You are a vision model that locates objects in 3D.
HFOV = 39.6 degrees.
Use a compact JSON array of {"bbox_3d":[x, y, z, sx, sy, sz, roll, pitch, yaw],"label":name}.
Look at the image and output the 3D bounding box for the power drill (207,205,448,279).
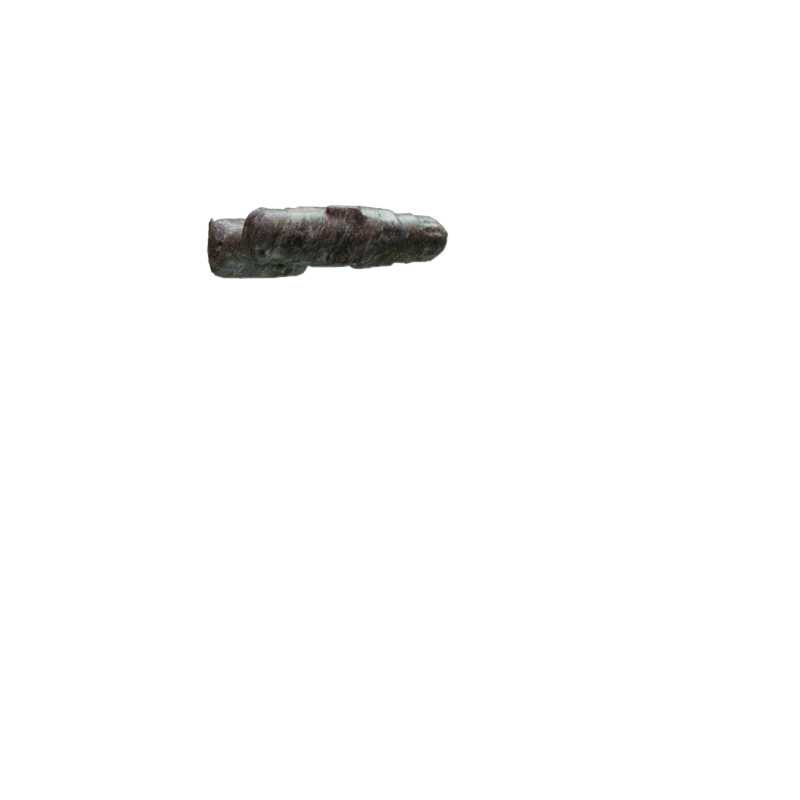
[{"bbox_3d":[-0.077,-0.140,0.978,0.178,0.058,0.193,-1,2,-29],"label":"power drill"}]
